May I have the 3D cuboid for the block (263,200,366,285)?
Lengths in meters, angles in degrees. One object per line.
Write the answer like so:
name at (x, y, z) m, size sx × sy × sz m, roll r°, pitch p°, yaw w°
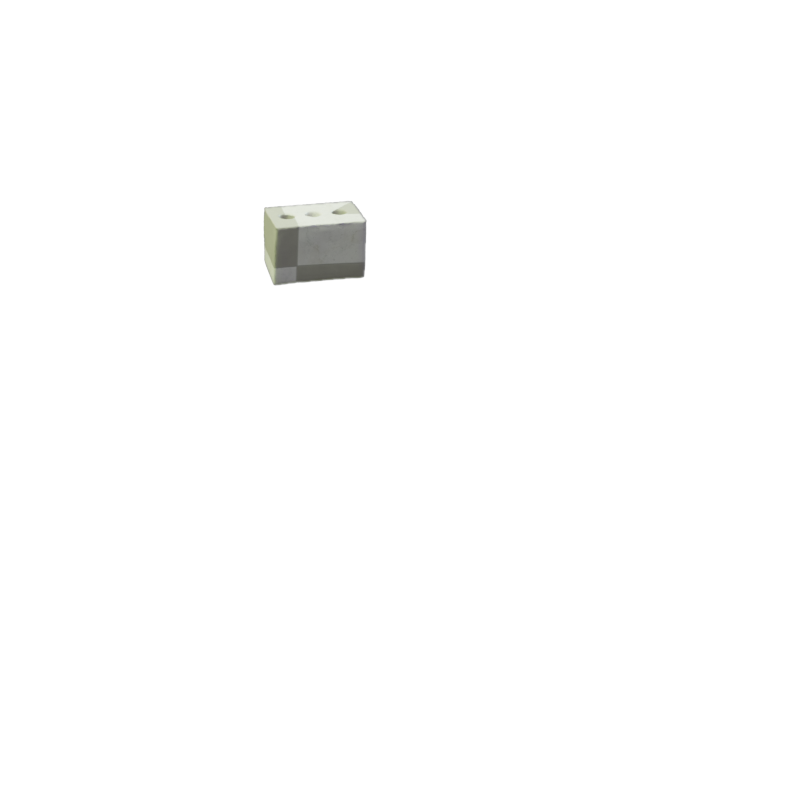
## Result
block at (-0.072, -0.131, 0.921) m, size 0.077 × 0.049 × 0.056 m, roll -6°, pitch 28°, yaw -13°
